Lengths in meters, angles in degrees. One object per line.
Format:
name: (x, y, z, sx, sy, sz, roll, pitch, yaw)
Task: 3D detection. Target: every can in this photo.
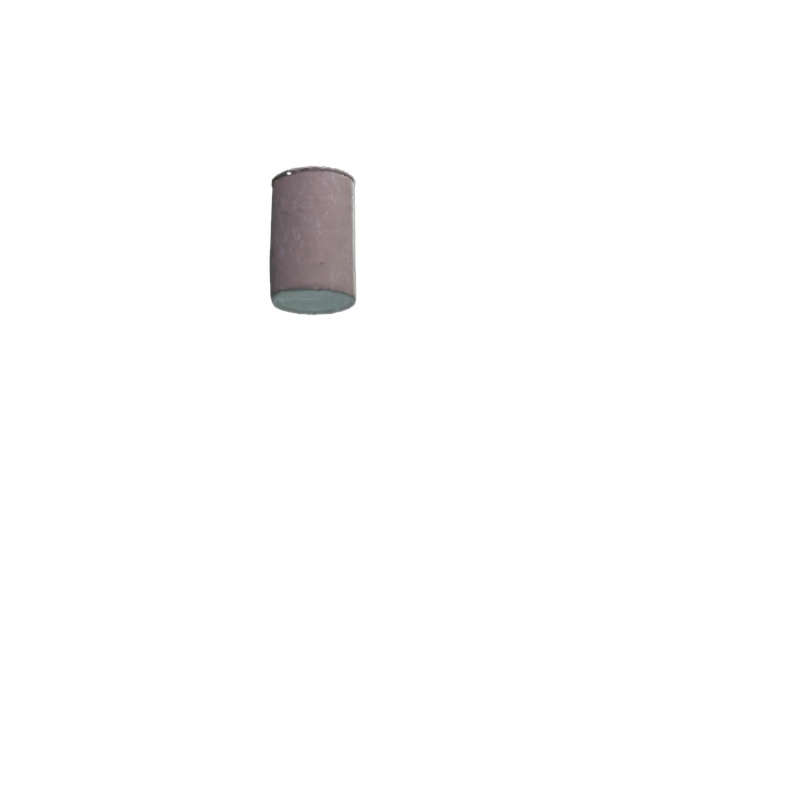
can: (-0.068, -0.125, 0.875, 0.068, 0.107, 0.066, 0, -17, -2)
